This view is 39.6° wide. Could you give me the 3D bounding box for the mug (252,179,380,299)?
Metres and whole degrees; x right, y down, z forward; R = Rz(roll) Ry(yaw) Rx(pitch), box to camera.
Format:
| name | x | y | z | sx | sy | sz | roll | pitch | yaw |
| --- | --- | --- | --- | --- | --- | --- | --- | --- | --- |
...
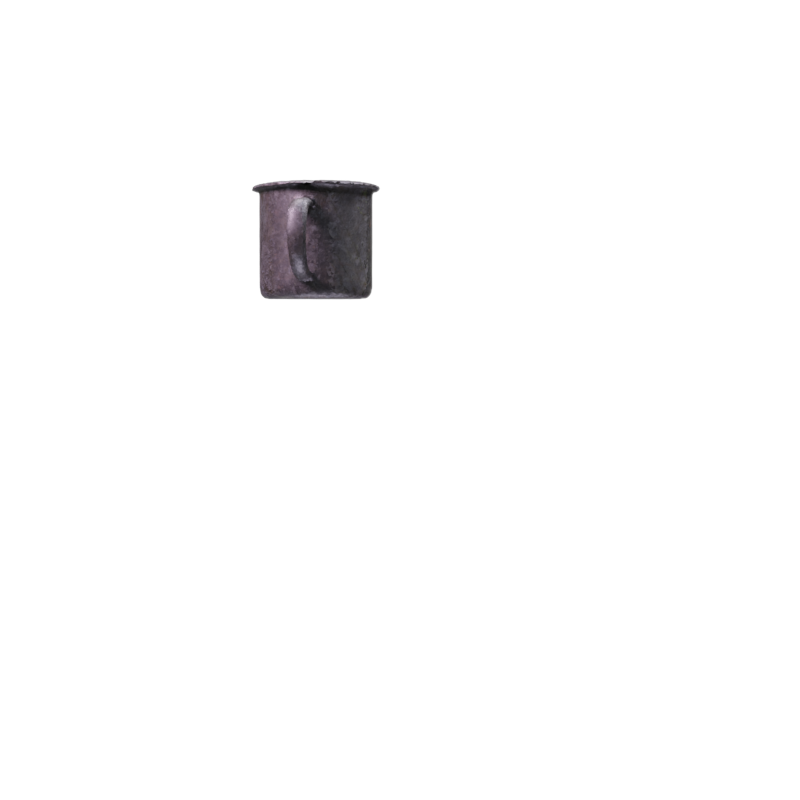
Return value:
| name | x | y | z | sx | sy | sz | roll | pitch | yaw |
| --- | --- | --- | --- | --- | --- | --- | --- | --- | --- |
| mug | -0.062 | -0.113 | 0.793 | 0.094 | 0.082 | 0.116 | 0 | 2 | 6 |
